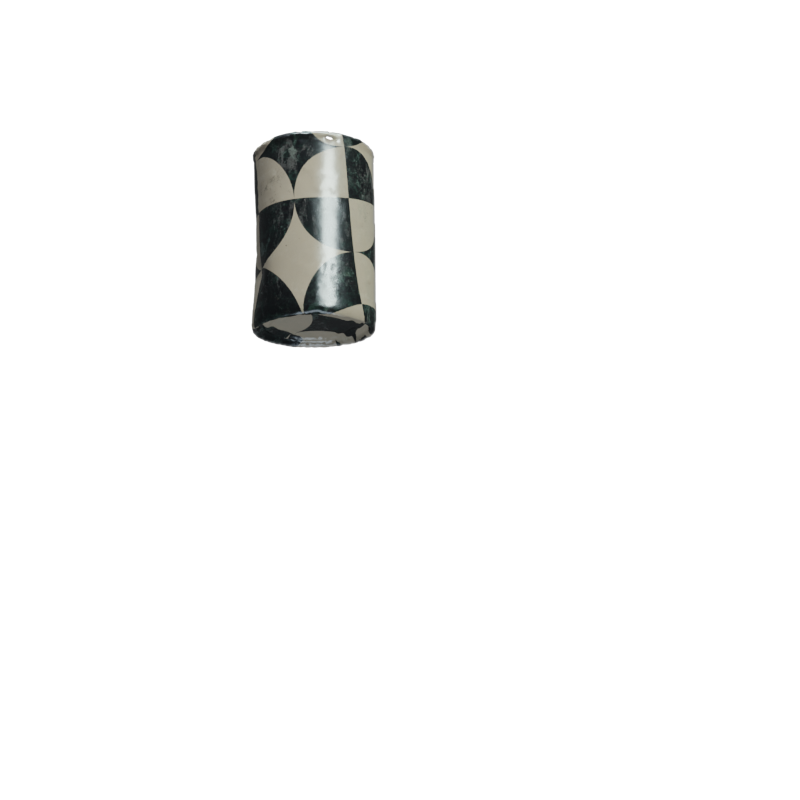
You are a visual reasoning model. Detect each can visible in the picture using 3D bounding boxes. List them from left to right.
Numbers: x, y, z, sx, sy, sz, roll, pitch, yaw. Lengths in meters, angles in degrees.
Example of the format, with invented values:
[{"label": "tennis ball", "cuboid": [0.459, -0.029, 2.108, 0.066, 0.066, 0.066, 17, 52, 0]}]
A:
[{"label": "can", "cuboid": [-0.047, -0.086, 0.603, 0.068, 0.107, 0.066, 0, -18, -2]}]
